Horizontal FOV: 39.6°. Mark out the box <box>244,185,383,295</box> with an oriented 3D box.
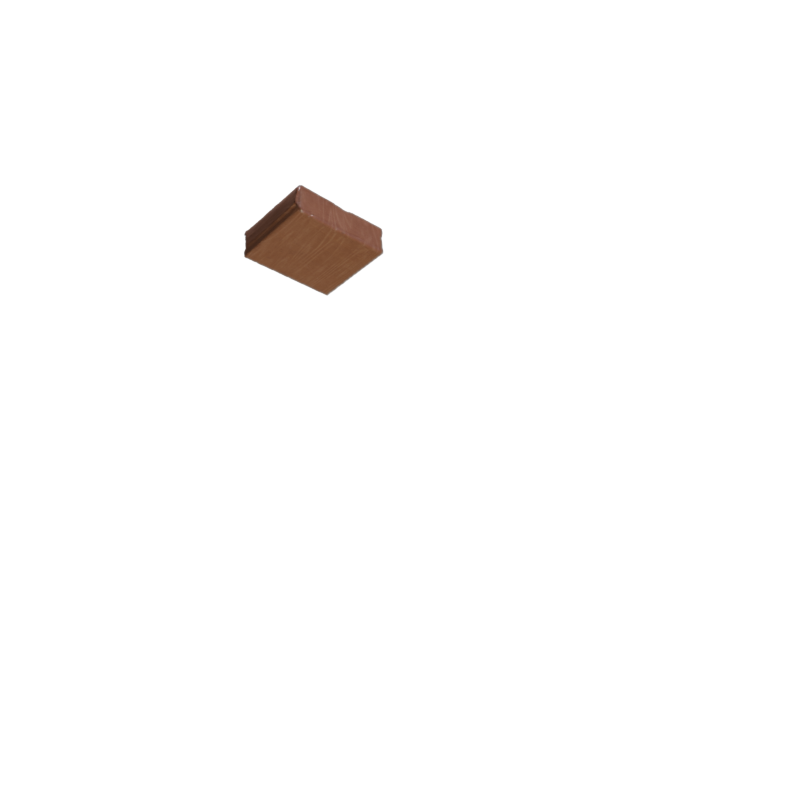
[{"bbox_3d":[-0.070,-0.128,0.895,0.084,0.032,0.072,25,-43,-31],"label":"box"}]
